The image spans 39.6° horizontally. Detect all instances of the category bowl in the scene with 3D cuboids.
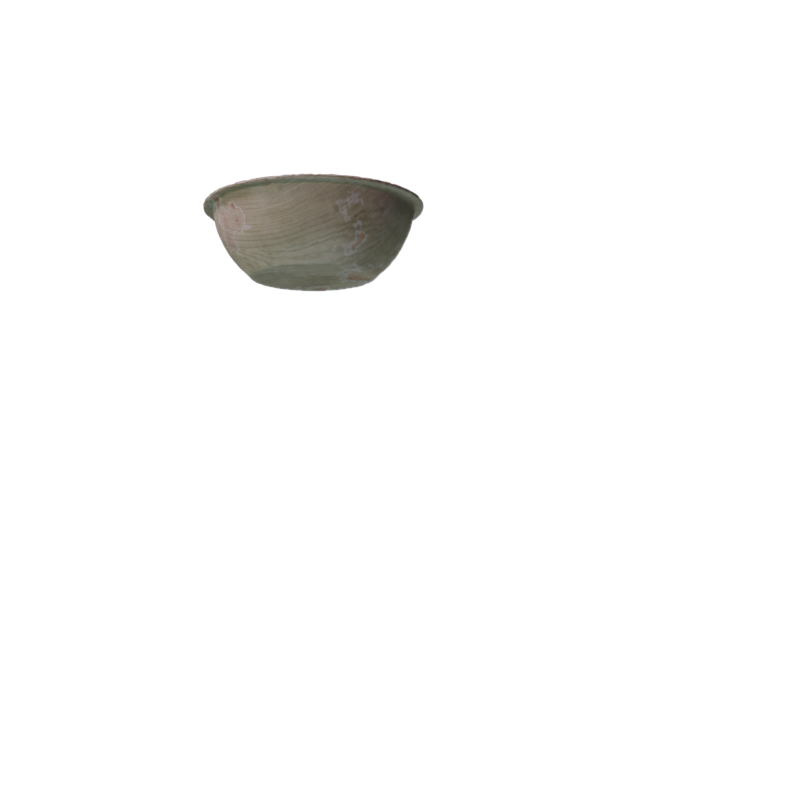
[{"bbox_3d":[-0.063,-0.115,0.807,0.162,0.057,0.158,0,-8,-2],"label":"bowl"}]
